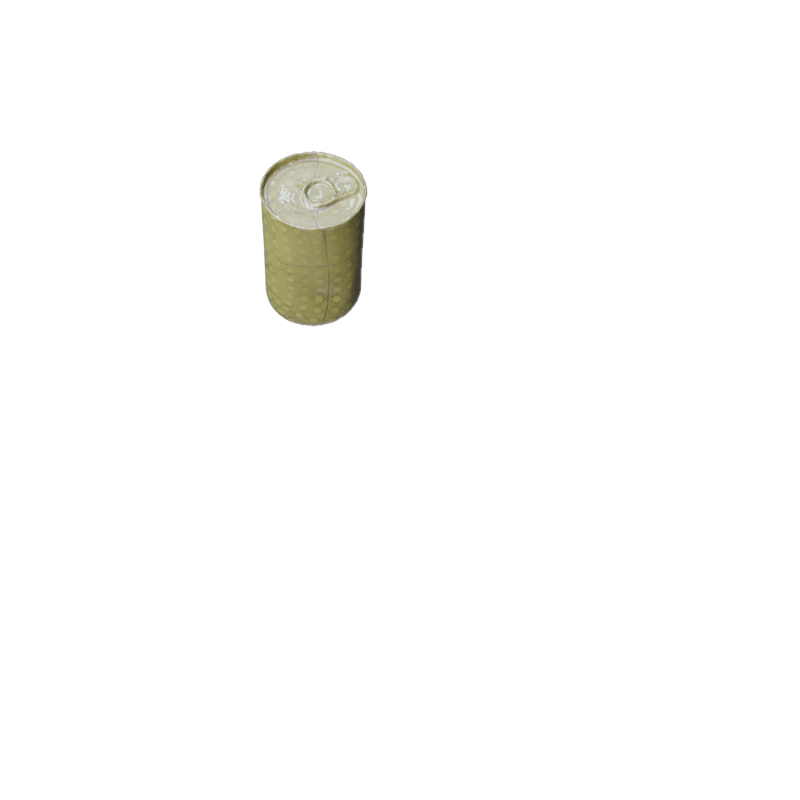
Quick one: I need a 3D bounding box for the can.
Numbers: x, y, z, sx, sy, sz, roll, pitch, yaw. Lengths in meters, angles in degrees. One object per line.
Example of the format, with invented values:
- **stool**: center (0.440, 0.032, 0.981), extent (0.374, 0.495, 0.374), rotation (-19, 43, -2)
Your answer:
- **can**: center (-0.058, -0.105, 0.736), extent (0.068, 0.073, 0.095), rotation (0, -37, -3)
